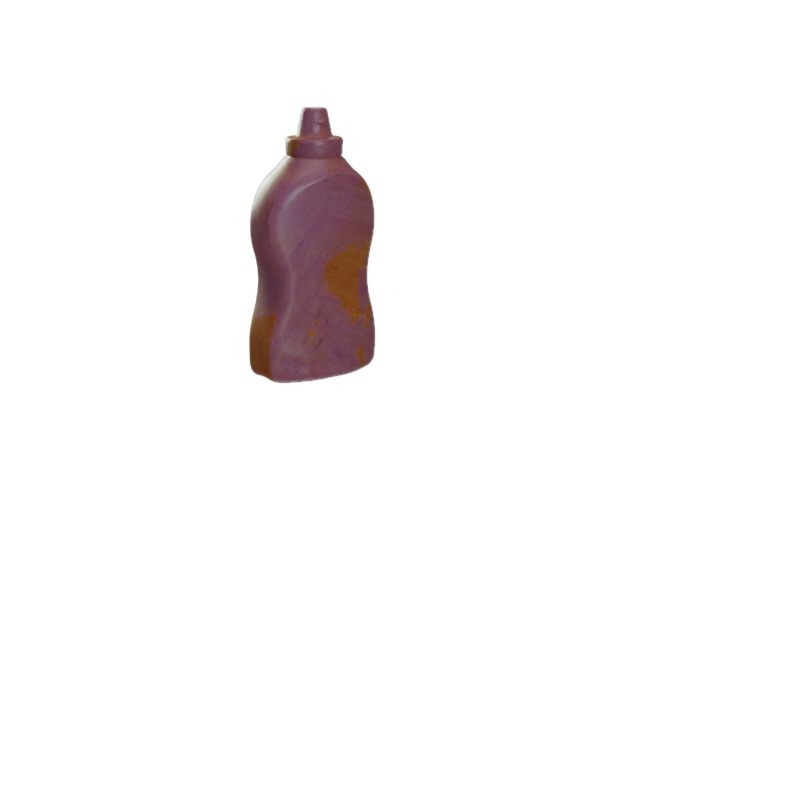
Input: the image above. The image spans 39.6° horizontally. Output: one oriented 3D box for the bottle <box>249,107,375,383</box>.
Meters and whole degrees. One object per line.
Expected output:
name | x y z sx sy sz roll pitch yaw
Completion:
bottle | -0.062 -0.114 0.797 0.093 0.187 0.061 -8 13 -36
